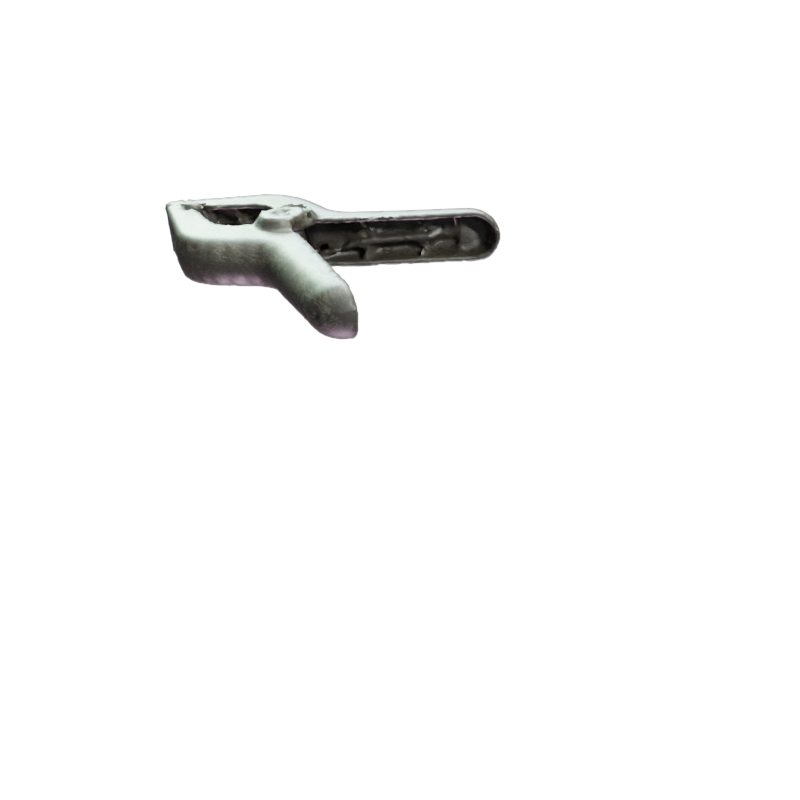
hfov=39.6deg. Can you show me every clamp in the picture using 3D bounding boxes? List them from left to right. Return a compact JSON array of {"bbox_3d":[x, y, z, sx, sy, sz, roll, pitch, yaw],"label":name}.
[{"bbox_3d":[-0.042,-0.076,0.534,0.118,0.037,0.182,-20,31,-38],"label":"clamp"}]
